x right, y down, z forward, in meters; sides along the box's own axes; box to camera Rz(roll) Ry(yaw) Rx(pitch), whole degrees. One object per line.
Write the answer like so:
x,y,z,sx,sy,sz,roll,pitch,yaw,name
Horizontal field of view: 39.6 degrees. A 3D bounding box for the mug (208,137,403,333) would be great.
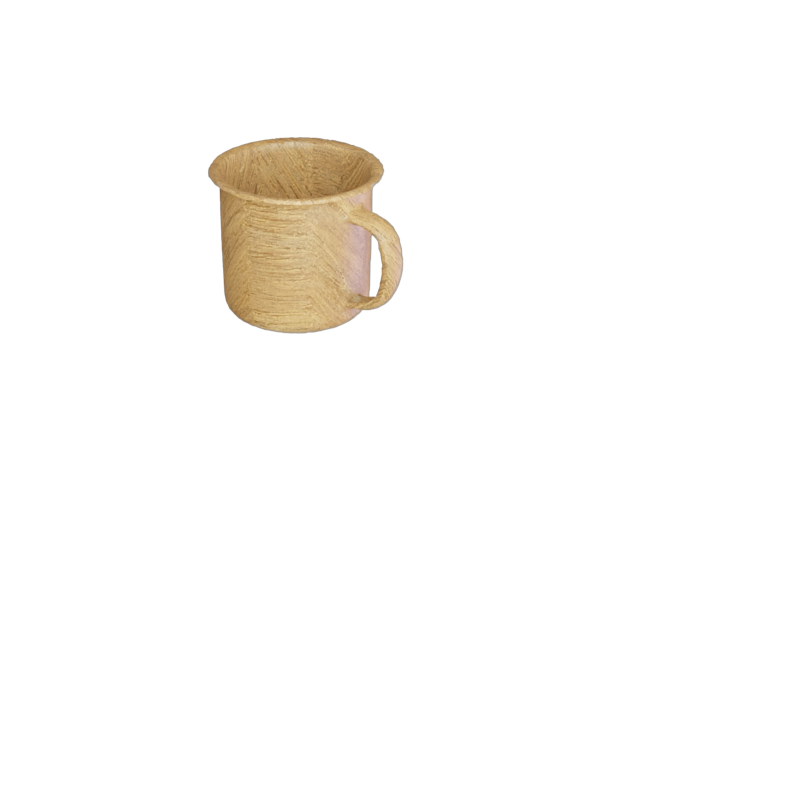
-0.047,-0.085,0.598,0.124,0.077,0.093,22,36,32,mug
